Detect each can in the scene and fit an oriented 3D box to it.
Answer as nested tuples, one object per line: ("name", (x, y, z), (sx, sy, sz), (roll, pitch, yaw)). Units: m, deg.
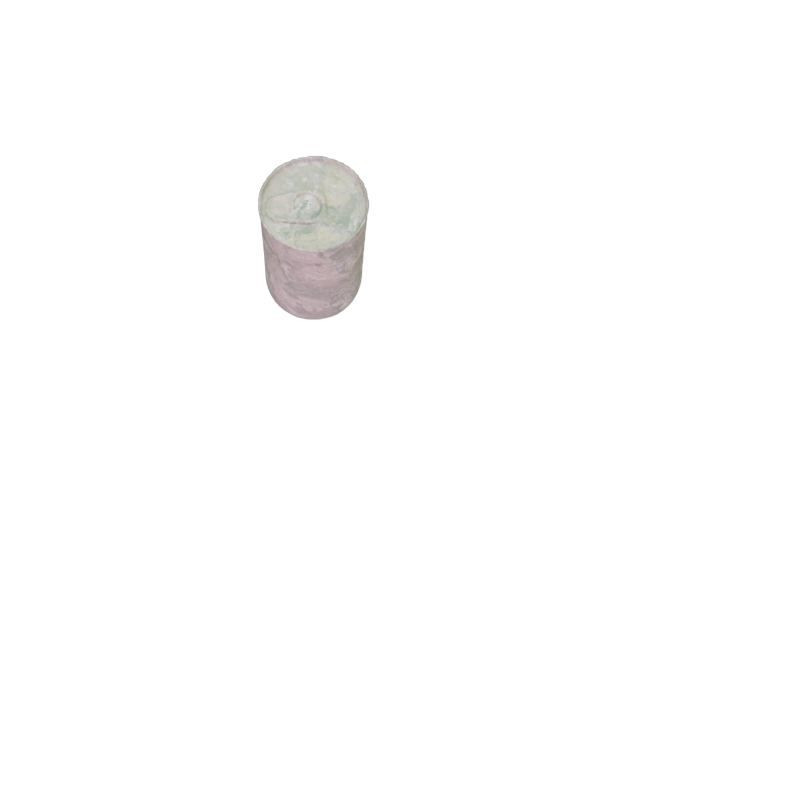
("can", (-0.056, -0.103, 0.719), (0.068, 0.072, 0.097), (0, -24, -3))
